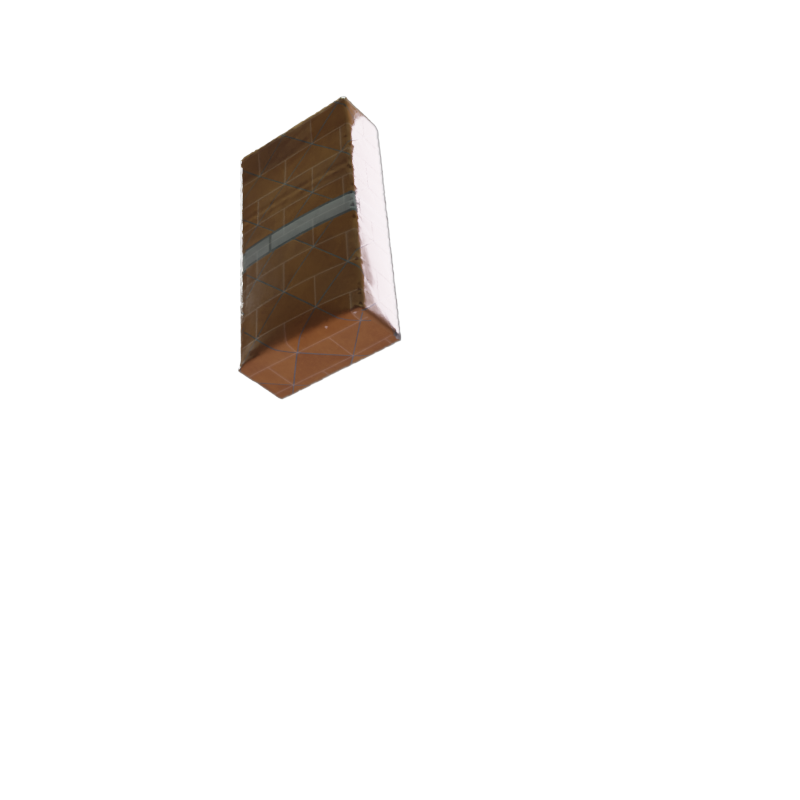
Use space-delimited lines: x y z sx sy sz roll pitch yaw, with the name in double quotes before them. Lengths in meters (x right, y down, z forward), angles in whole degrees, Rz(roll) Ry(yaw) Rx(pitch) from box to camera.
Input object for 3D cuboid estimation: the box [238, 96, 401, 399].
"box" -0.053 -0.098 0.685 0.093 0.189 0.045 -26 -45 26
